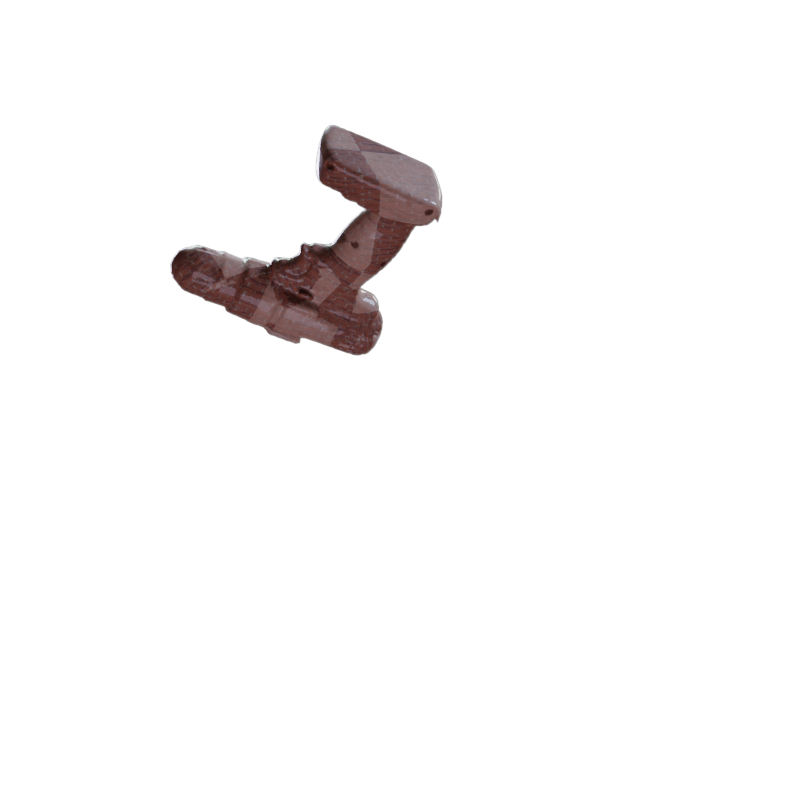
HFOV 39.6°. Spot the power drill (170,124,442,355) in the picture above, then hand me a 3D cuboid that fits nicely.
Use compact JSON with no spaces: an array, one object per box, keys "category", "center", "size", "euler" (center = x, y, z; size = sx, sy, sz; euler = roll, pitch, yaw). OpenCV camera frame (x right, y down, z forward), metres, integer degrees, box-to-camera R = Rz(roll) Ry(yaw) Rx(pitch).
[{"category":"power drill","center":[-0.068,-0.125,0.873],"size":[0.178,0.062,0.181],"euler":[20,-48,-20]}]
